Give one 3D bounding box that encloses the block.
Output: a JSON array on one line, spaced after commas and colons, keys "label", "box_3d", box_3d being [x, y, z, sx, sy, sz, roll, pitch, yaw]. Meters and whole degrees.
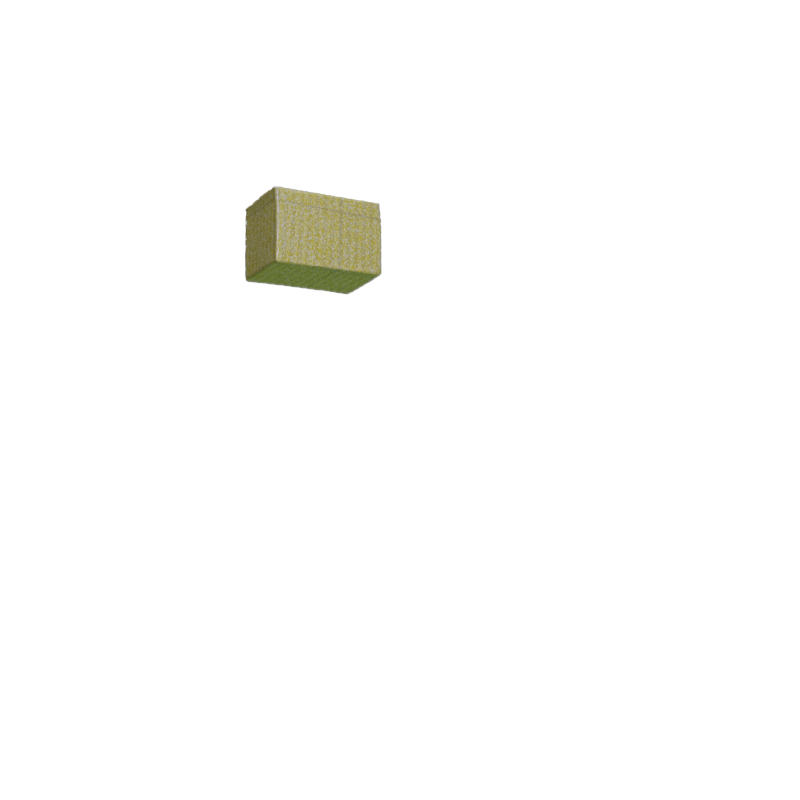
[{"label": "block", "box_3d": [-0.057, -0.104, 0.730, 0.075, 0.053, 0.053, 6, -16, -27]}]
